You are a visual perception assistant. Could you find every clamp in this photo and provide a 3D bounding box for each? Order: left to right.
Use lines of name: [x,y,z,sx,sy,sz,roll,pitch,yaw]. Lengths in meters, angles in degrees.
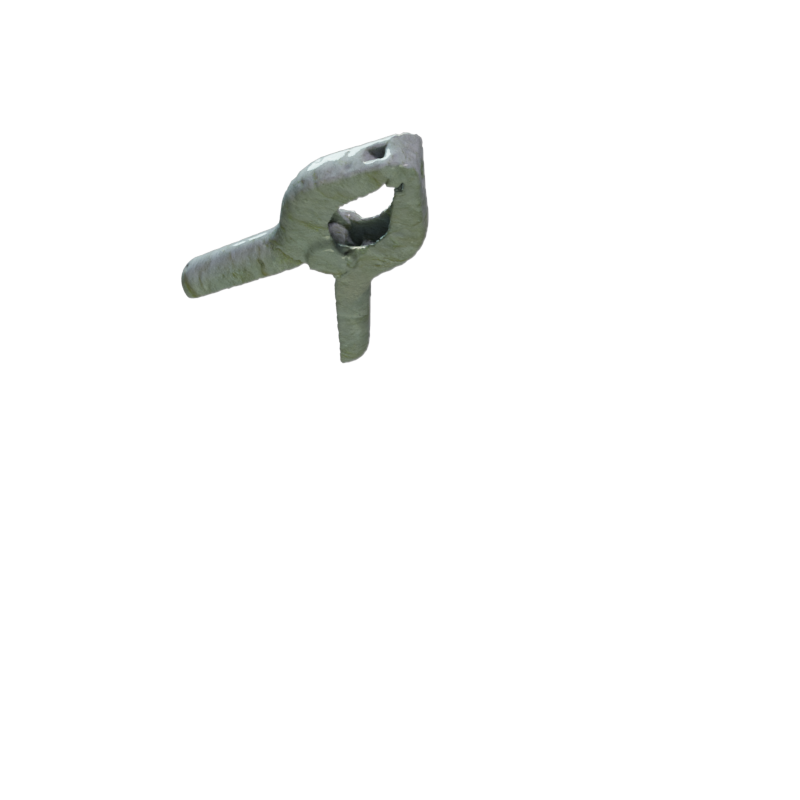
clamp: [-0.048,-0.087,0.612,0.117,0.042,0.164,14,-42,-17]
